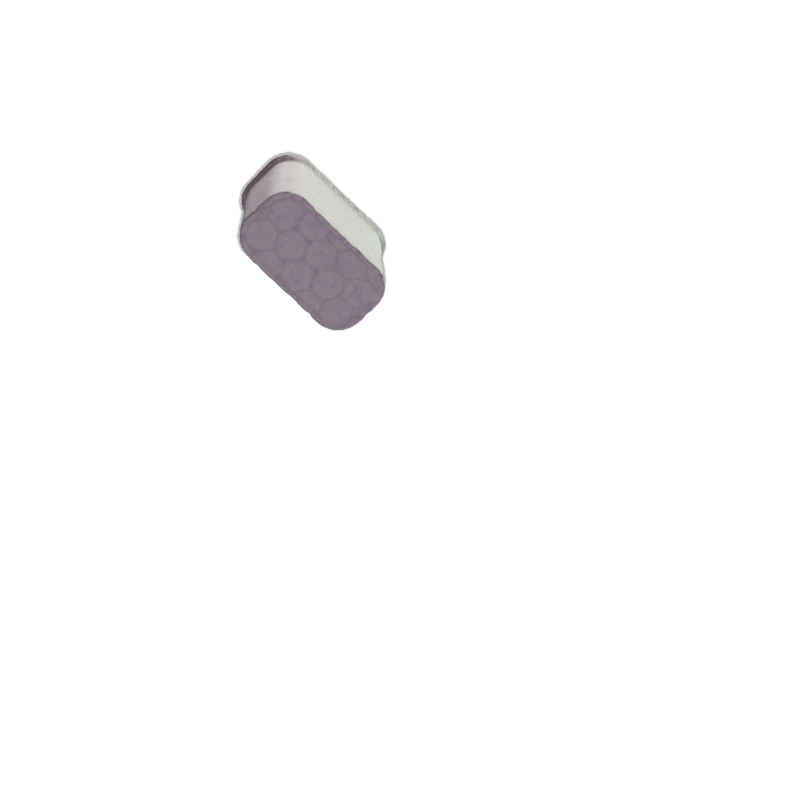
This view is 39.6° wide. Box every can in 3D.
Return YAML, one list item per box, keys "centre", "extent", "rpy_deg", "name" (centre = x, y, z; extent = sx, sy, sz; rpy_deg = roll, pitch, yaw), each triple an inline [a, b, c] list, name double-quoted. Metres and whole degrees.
- centre: [-0.055, -0.101, 0.709]
  extent: [0.098, 0.057, 0.088]
  rpy_deg: [42, 15, -16]
  name: "can"
